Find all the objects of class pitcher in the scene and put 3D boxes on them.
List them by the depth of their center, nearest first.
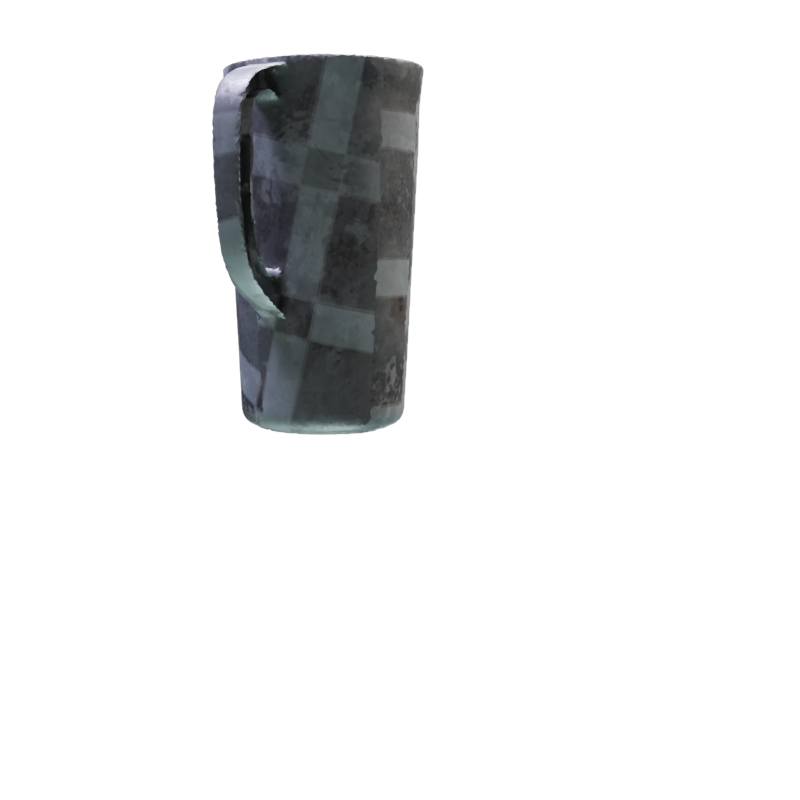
[{"bbox_3d":[-0.057,-0.104,0.729,0.146,0.243,0.148,0,2,-15],"label":"pitcher"}]
